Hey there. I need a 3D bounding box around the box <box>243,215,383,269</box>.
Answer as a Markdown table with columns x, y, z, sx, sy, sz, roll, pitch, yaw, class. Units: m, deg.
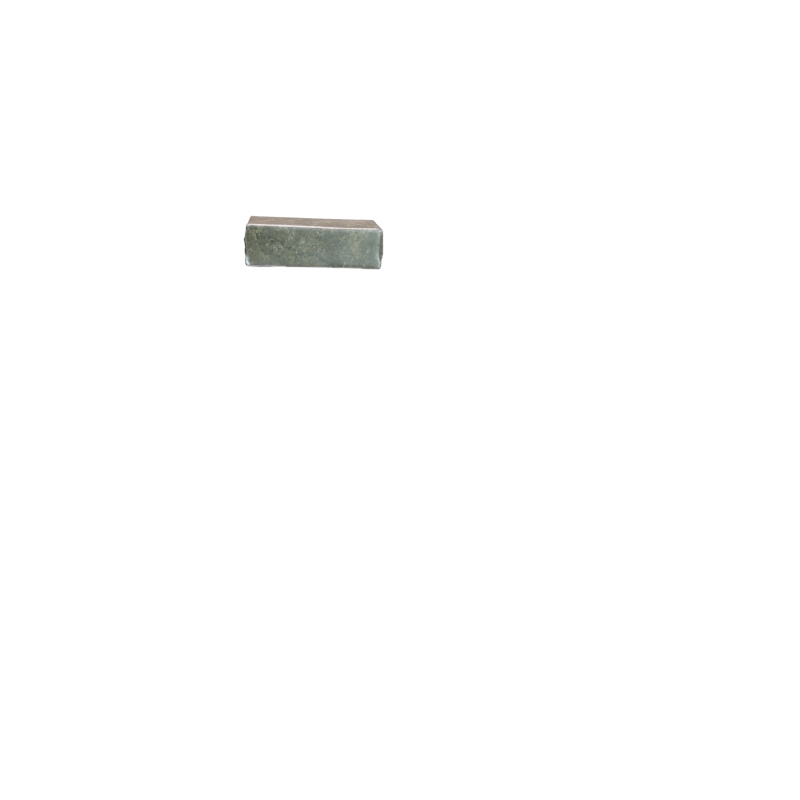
| x | y | z | sx | sy | sz | roll | pitch | yaw | class |
| --- | --- | --- | --- | --- | --- | --- | --- | --- | --- |
| -0.073 | -0.133 | 0.931 | 0.113 | 0.038 | 0.092 | -1 | 11 | -3 | box |
